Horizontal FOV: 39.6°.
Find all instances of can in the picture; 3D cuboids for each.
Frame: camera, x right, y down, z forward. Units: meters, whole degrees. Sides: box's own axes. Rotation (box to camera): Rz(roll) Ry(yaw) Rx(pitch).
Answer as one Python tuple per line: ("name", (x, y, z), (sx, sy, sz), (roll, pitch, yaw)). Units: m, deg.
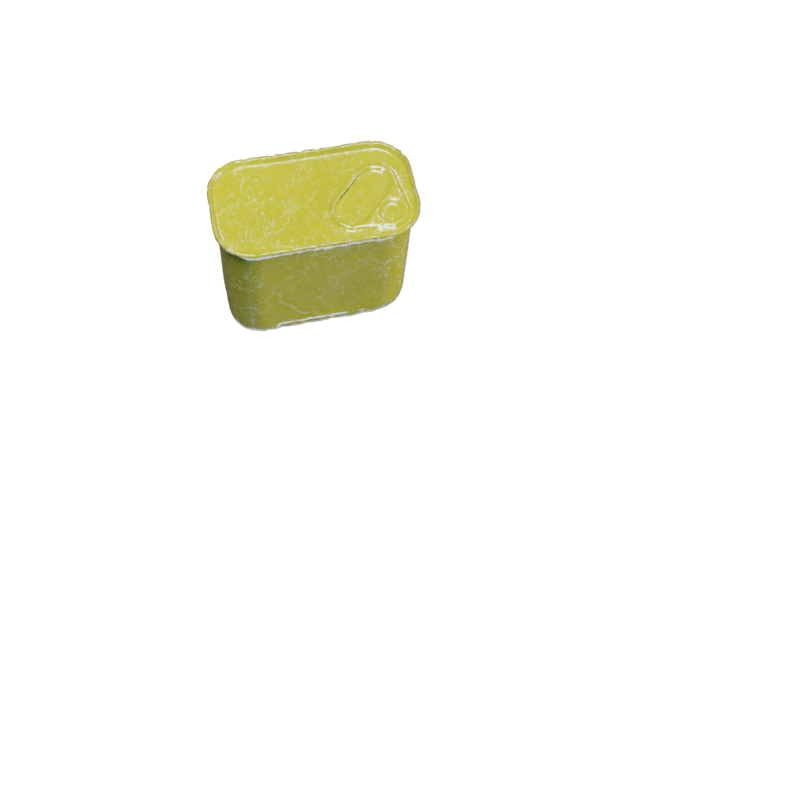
("can", (-0.045, -0.082, 0.573), (0.101, 0.061, 0.079), (-10, -27, -7))
